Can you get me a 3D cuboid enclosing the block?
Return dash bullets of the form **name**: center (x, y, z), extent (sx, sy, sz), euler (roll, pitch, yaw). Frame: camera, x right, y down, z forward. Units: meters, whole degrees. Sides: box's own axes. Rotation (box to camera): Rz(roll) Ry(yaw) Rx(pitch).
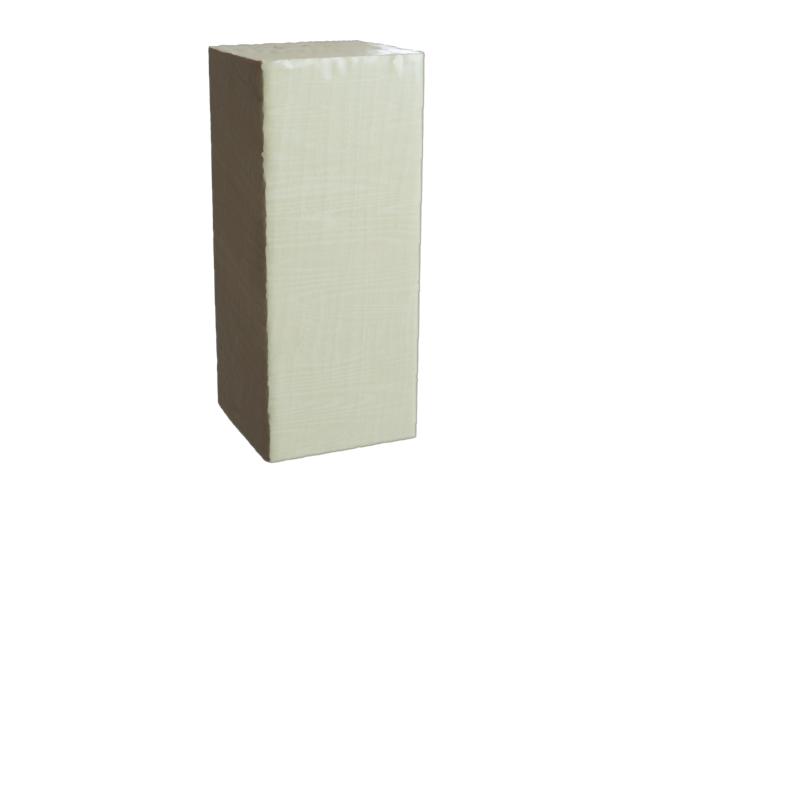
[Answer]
- **block**: center (-0.047, -0.085, 0.595), extent (0.089, 0.199, 0.096), euler (-6, 18, -23)
